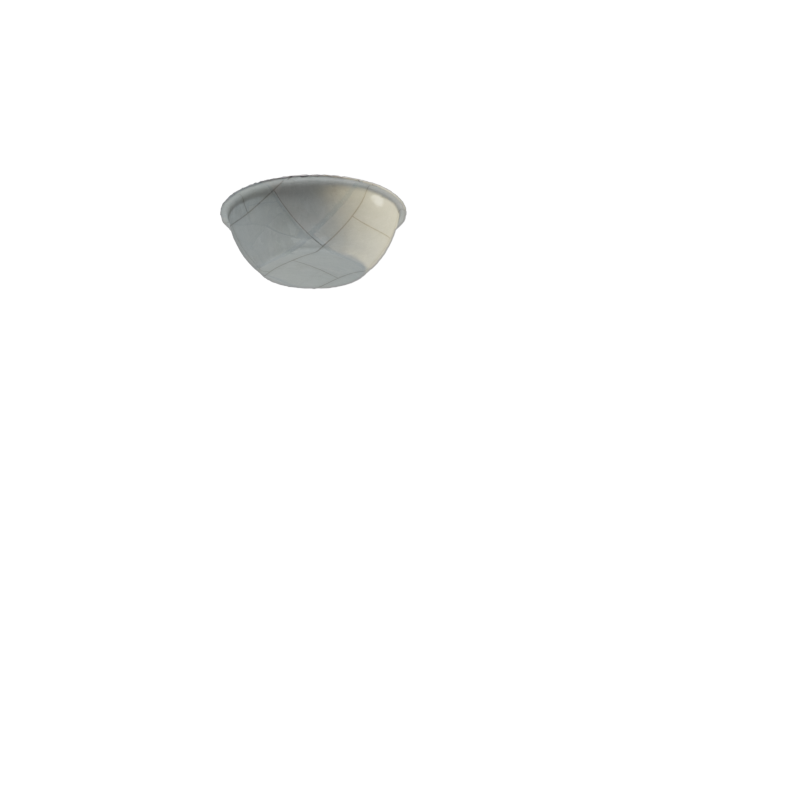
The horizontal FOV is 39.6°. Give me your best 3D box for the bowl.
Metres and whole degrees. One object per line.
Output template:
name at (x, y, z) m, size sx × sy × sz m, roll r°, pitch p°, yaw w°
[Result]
bowl at (-0.075, -0.136, 0.953) m, size 0.162 × 0.058 × 0.155 m, roll 0°, pitch -16°, yaw -2°
